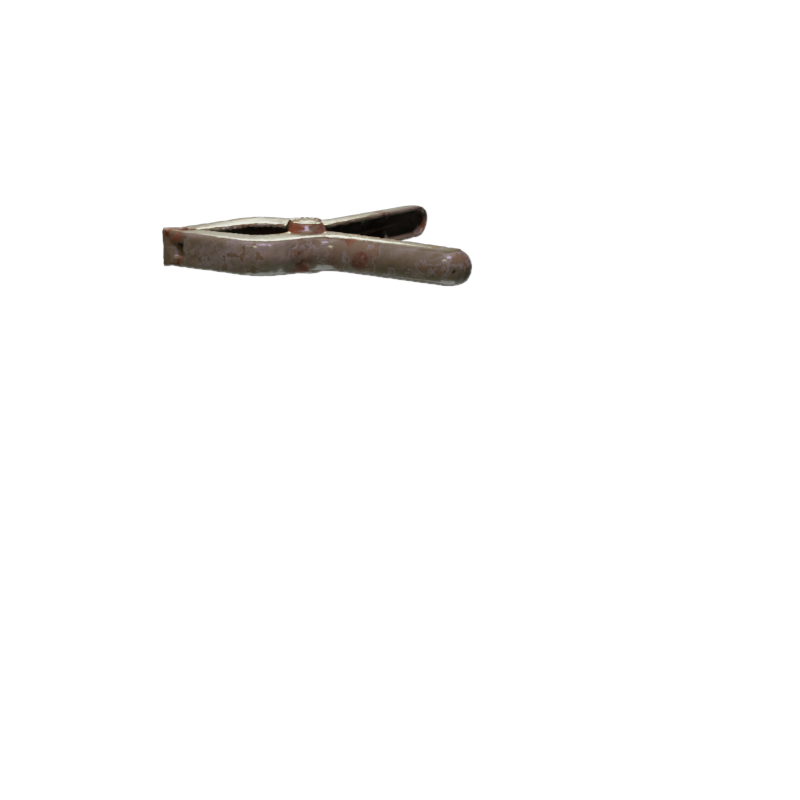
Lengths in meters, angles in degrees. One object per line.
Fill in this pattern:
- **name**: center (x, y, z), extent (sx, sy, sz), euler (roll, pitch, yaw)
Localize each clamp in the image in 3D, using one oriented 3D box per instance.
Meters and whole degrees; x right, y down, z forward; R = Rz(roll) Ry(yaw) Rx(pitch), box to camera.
- **clamp**: center (-0.062, -0.113, 0.794), extent (0.210, 0.035, 0.171), euler (0, 19, 0)
